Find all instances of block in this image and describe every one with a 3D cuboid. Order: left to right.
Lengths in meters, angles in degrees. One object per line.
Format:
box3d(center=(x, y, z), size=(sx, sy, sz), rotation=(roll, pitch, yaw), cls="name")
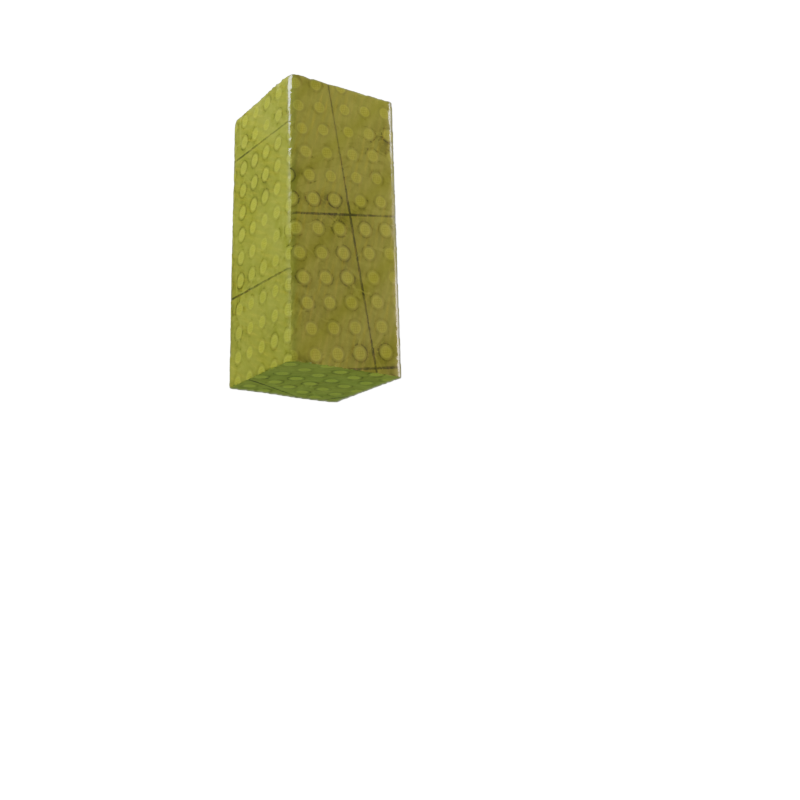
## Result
box3d(center=(-0.062, -0.113, 0.789), size=(0.086, 0.216, 0.091), rotation=(11, -22, -31), cls="block")
